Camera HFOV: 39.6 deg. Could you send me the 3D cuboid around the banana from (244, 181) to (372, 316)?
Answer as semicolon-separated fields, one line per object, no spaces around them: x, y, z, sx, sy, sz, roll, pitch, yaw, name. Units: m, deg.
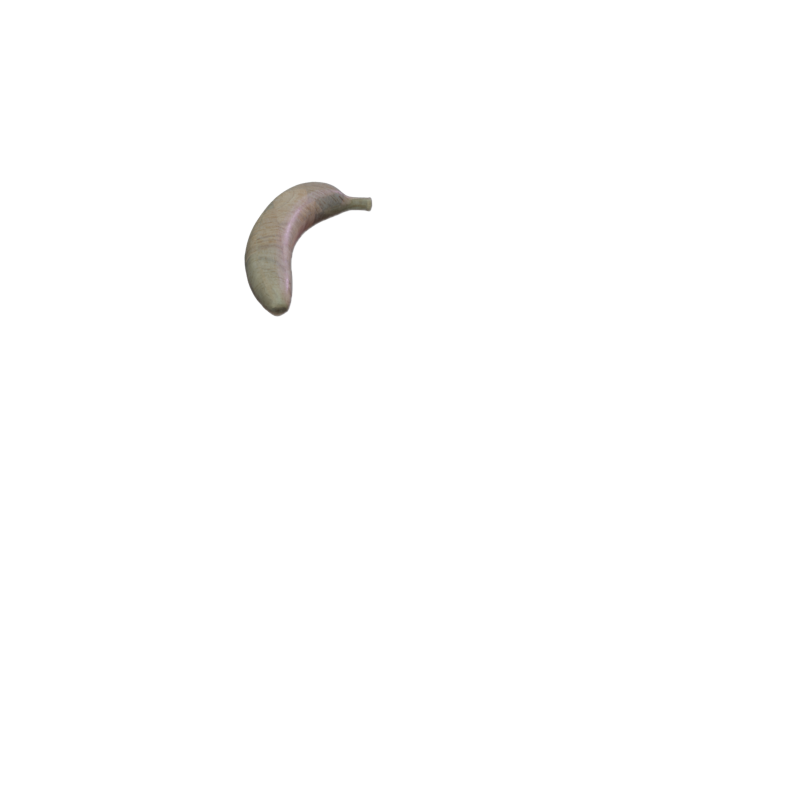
-0.085;-0.133;0.892;0.072;0.034;0.205;11;37;15;banana
